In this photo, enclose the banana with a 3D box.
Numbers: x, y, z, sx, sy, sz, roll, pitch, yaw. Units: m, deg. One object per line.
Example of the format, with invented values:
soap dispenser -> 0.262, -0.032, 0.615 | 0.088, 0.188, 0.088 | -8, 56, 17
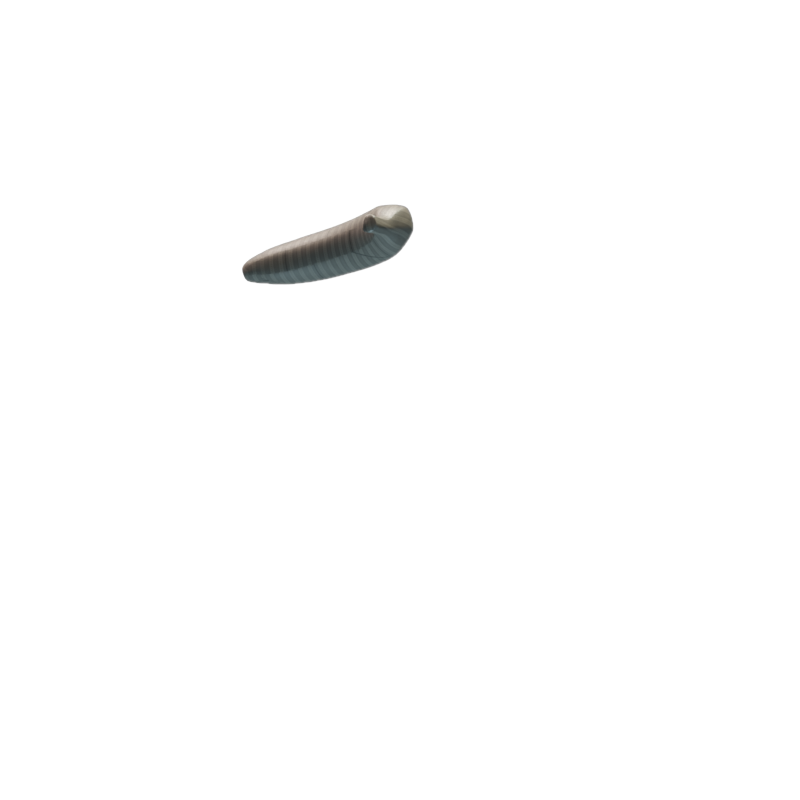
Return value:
banana -> -0.046, -0.116, 0.823 | 0.067, 0.038, 0.200 | 5, -9, -32
